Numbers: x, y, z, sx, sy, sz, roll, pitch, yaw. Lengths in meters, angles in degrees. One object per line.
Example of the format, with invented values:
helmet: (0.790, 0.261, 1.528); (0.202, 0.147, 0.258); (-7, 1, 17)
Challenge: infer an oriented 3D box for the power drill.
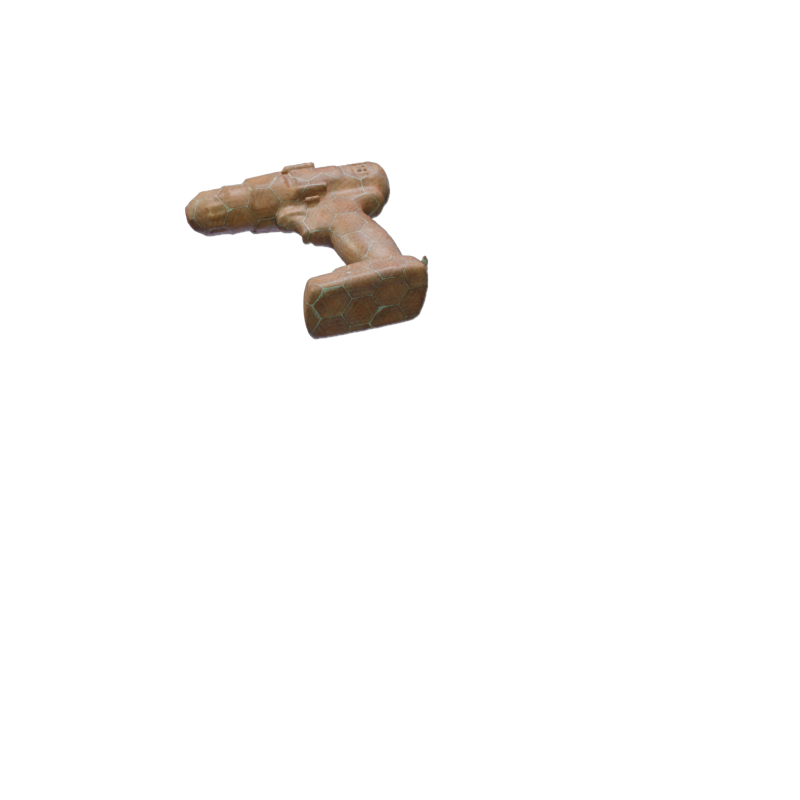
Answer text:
power drill: (-0.073, -0.132, 0.927); (0.182, 0.053, 0.203); (-14, 44, -15)
